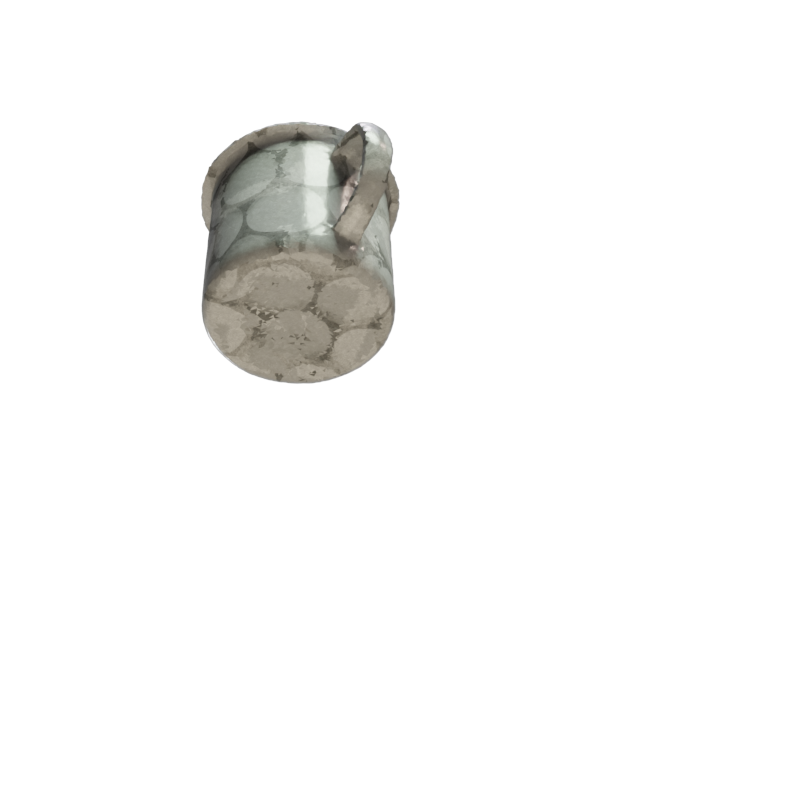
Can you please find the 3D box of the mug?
[{"bbox_3d":[-0.038,-0.069,0.483,0.089,0.087,0.114,25,-52,-24],"label":"mug"}]
